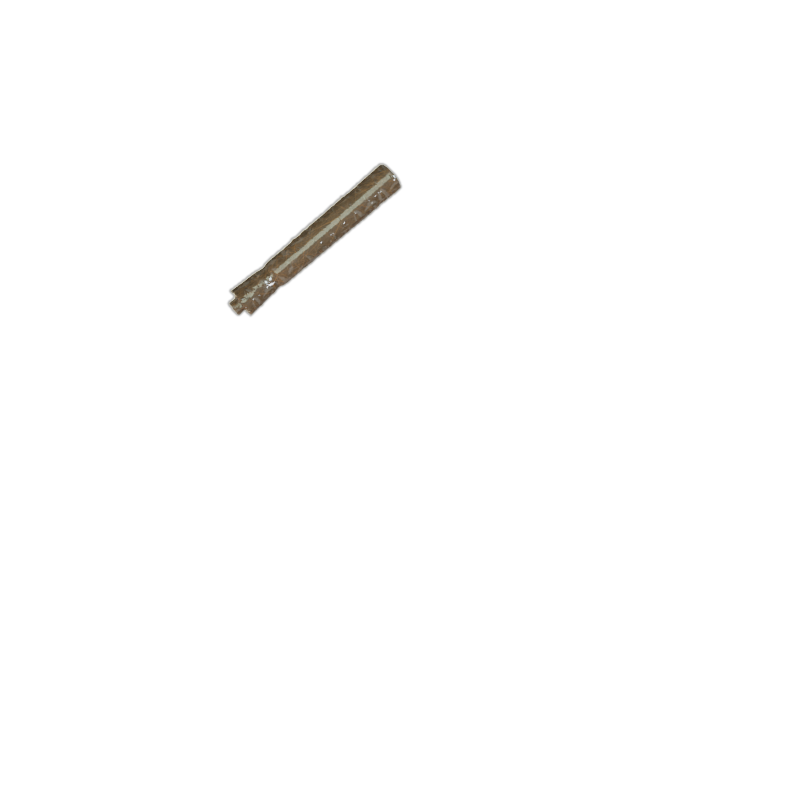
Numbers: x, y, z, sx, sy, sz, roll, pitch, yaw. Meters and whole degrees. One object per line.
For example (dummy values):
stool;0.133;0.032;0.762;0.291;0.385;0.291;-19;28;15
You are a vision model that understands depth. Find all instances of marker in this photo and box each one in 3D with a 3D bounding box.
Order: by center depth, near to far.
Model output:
marker;-0.050;-0.091;0.638;0.121;0.019;0.020;-41;12;-9
